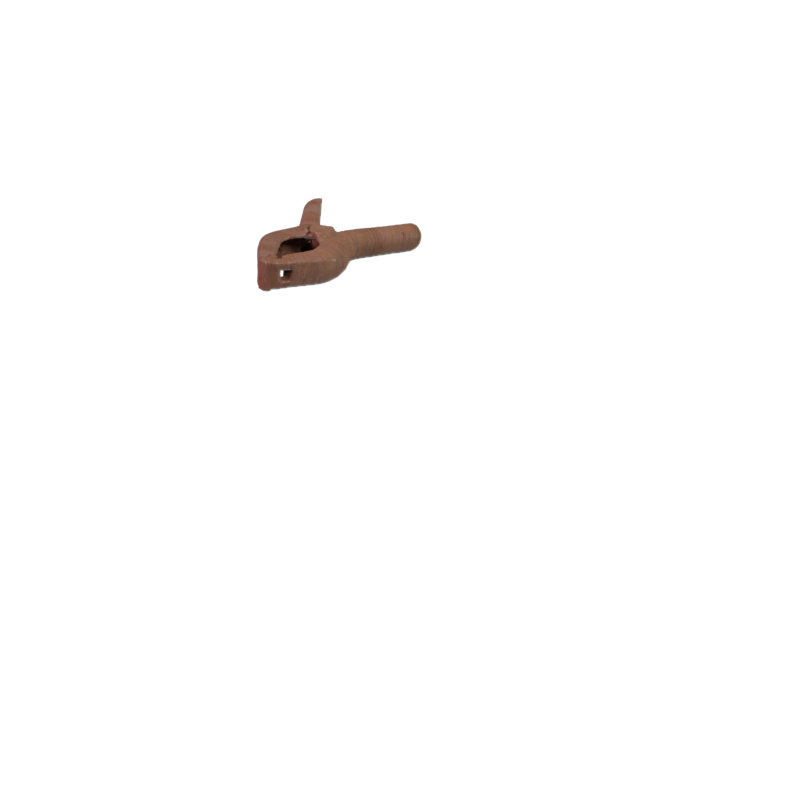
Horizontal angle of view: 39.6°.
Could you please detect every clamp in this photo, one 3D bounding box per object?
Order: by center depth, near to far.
[{"bbox_3d":[-0.076,-0.139,0.972,0.127,0.037,0.170,18,29,36],"label":"clamp"}]
